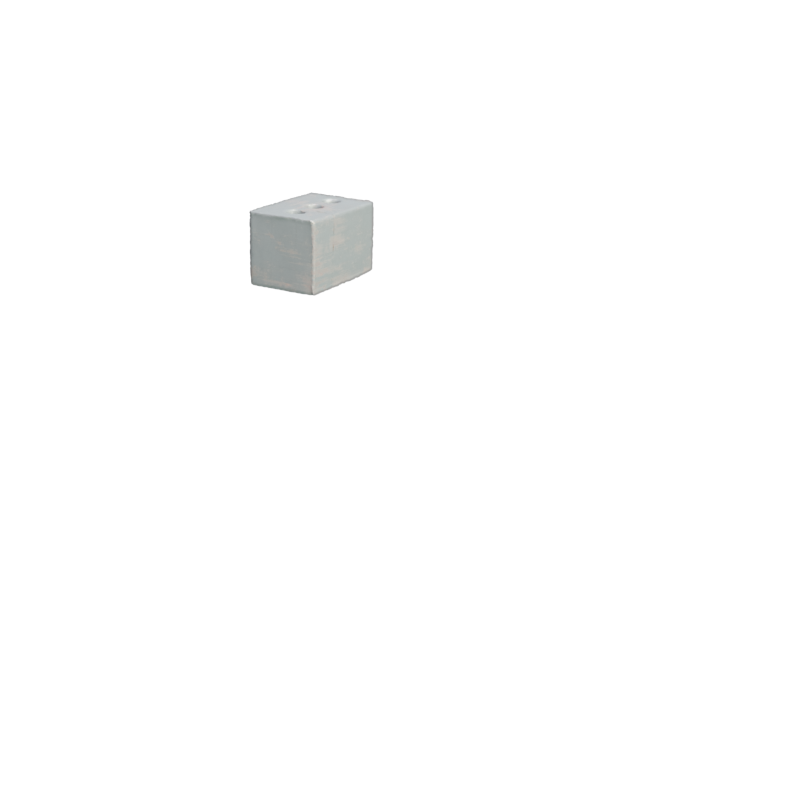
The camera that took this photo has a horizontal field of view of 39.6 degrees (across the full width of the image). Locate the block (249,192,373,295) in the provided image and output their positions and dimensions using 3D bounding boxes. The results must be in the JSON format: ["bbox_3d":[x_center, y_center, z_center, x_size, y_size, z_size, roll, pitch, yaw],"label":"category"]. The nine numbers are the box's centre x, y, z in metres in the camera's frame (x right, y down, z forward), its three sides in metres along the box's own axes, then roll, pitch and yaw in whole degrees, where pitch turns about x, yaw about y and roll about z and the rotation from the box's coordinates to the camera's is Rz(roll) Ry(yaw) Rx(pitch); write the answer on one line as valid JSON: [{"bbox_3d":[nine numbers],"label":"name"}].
[{"bbox_3d":[-0.059,-0.107,0.751,0.055,0.049,0.078,10,21,28],"label":"block"}]
